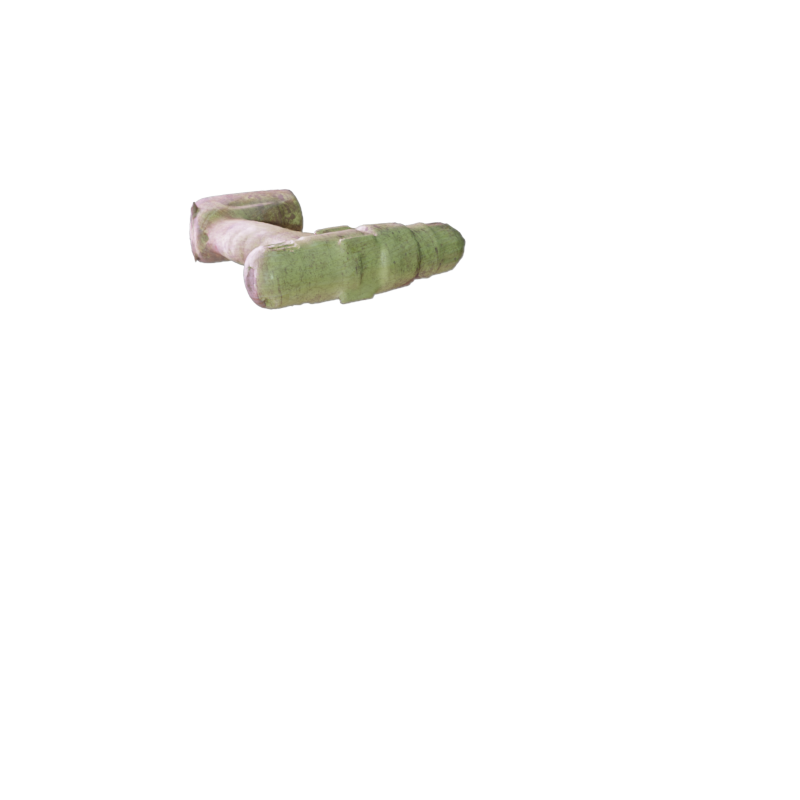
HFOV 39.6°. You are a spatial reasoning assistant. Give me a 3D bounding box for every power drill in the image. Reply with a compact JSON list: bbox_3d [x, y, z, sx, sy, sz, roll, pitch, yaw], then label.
[{"bbox_3d":[-0.068,-0.125,0.873,0.180,0.055,0.199,-12,22,-32],"label":"power drill"}]
